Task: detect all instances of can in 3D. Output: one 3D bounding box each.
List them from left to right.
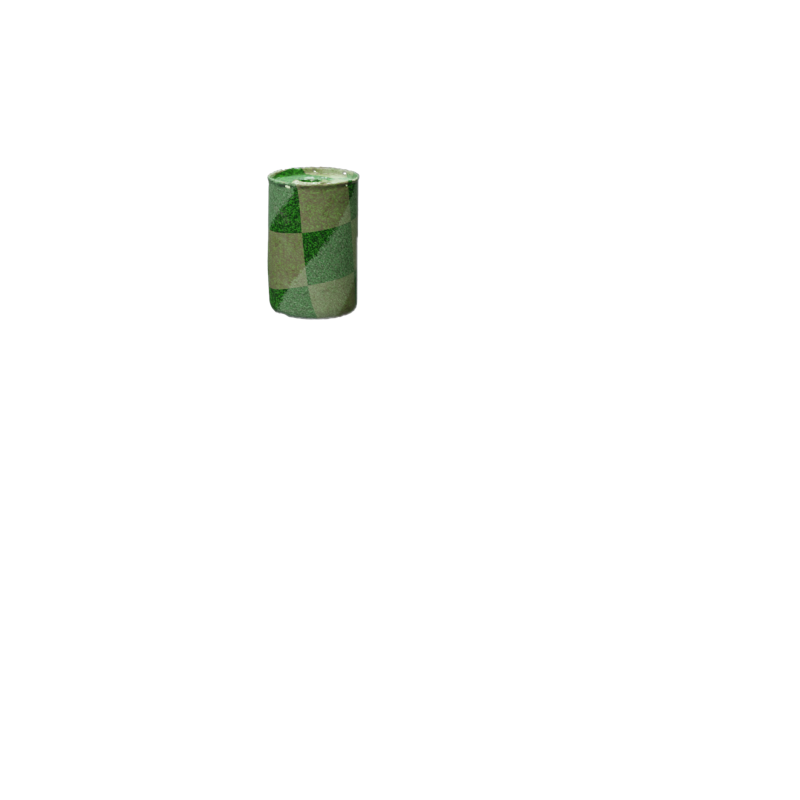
[{"bbox_3d":[-0.065,-0.118,0.828,0.068,0.099,0.071,0,17,-2],"label":"can"}]
